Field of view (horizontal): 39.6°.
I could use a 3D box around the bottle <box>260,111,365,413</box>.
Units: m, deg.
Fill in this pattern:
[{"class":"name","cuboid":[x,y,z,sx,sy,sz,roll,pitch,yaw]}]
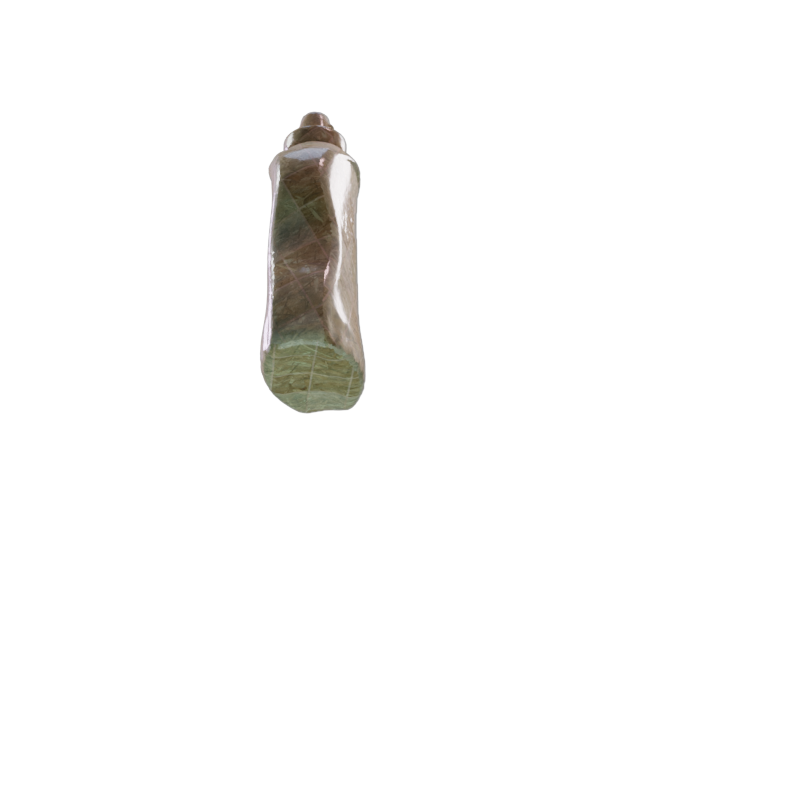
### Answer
[{"class":"bottle","cuboid":[-0.052,-0.097,0.676,0.059,0.204,0.089,-7,-31,7]}]
